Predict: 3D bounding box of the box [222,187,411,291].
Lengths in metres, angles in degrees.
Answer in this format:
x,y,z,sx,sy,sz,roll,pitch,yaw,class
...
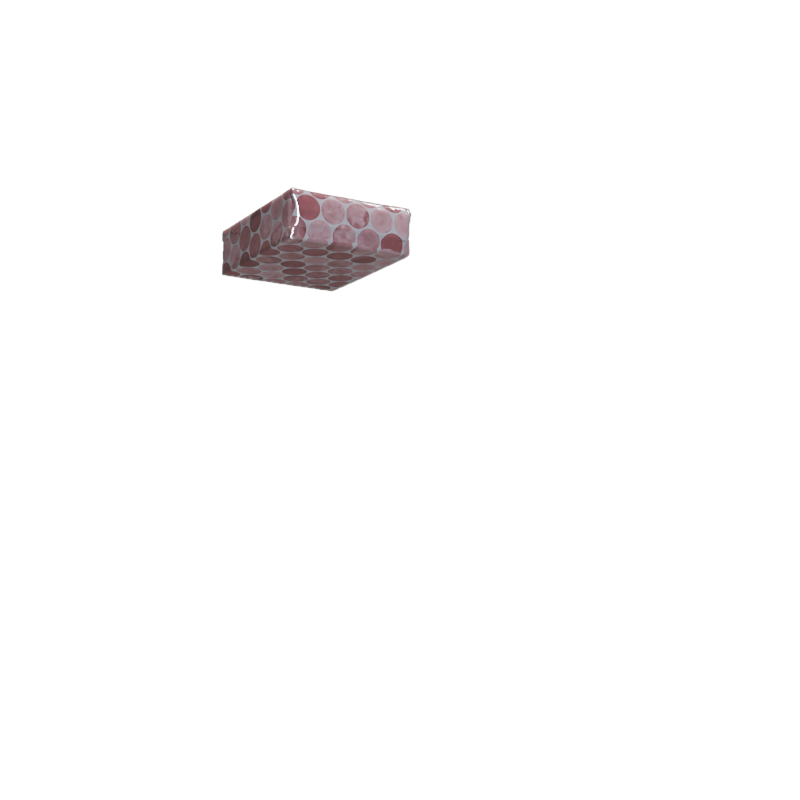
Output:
x,y,z,sx,sy,sz,roll,pitch,yaw,class
-0.048,-0.087,0.609,0.070,0.031,0.090,6,-12,-30,box
